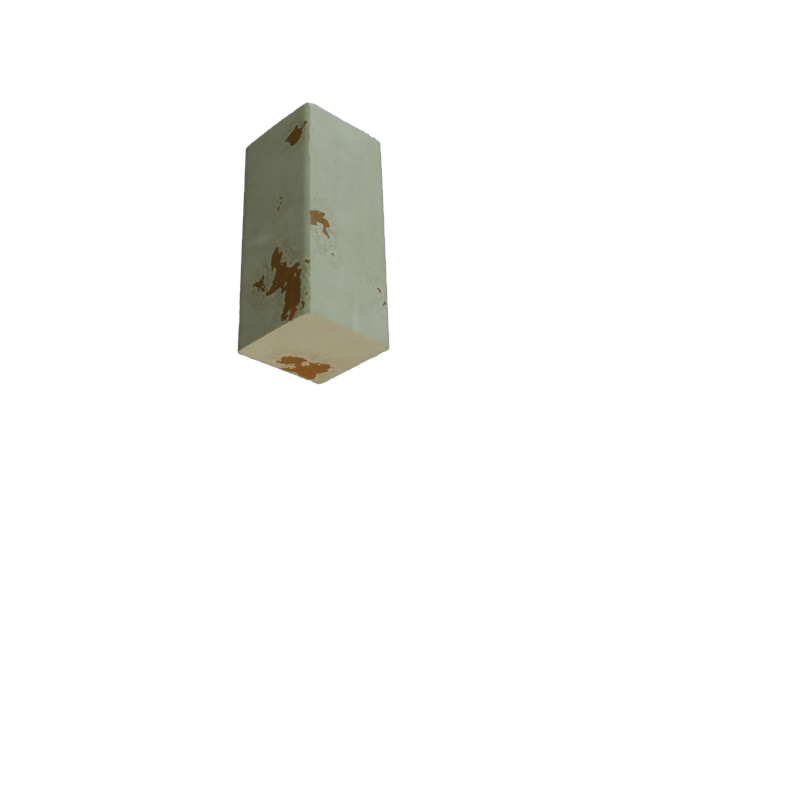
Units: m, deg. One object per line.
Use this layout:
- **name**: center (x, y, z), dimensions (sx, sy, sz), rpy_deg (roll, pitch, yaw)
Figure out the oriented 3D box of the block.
- **block**: center (-0.073, -0.134, 0.933), dimensions (0.085, 0.220, 0.090), rpy_deg (24, -40, -37)
